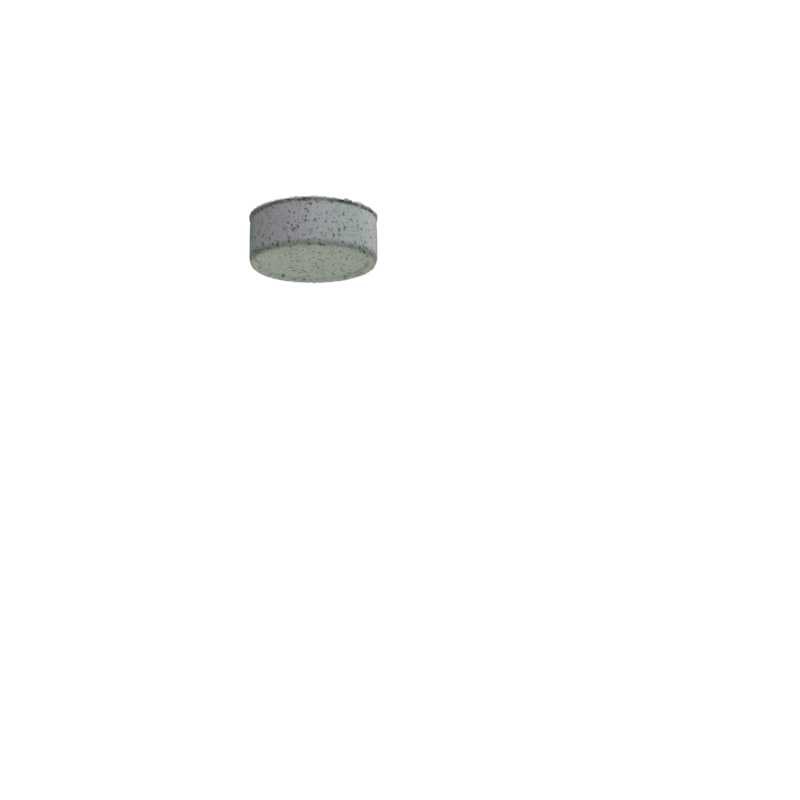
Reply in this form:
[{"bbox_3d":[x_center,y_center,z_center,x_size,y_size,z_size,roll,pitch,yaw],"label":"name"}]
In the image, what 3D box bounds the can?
[{"bbox_3d":[-0.057,-0.105,0.733,0.086,0.035,0.083,0,-12,-2],"label":"can"}]
